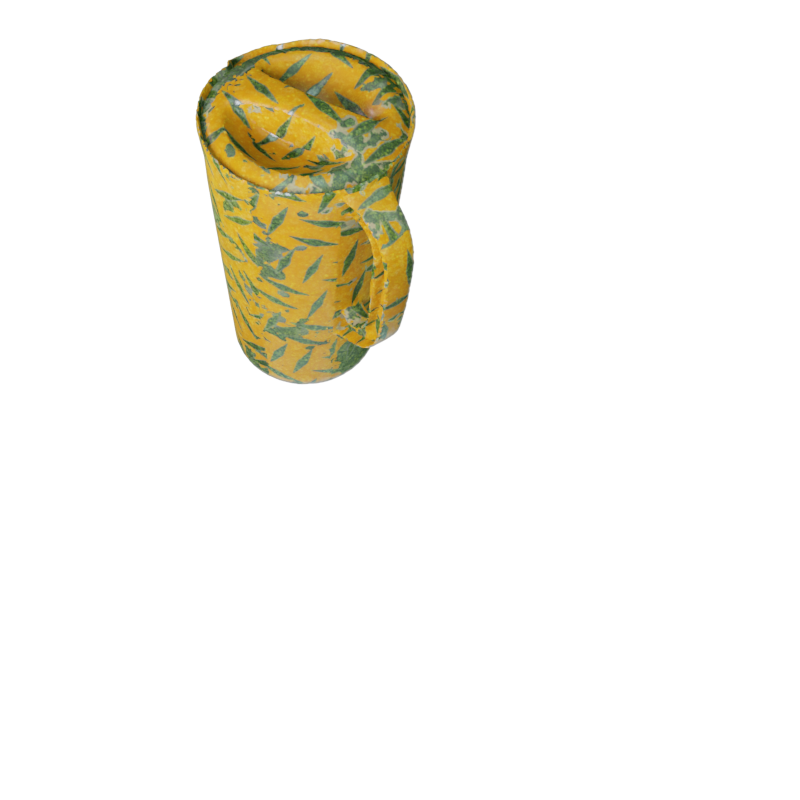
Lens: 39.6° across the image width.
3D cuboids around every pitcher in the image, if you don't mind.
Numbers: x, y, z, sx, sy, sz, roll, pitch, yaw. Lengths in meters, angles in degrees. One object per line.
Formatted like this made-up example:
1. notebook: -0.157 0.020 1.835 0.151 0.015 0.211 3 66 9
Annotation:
1. pitcher: -0.059 -0.107 0.751 0.146 0.158 0.227 10 -34 3
